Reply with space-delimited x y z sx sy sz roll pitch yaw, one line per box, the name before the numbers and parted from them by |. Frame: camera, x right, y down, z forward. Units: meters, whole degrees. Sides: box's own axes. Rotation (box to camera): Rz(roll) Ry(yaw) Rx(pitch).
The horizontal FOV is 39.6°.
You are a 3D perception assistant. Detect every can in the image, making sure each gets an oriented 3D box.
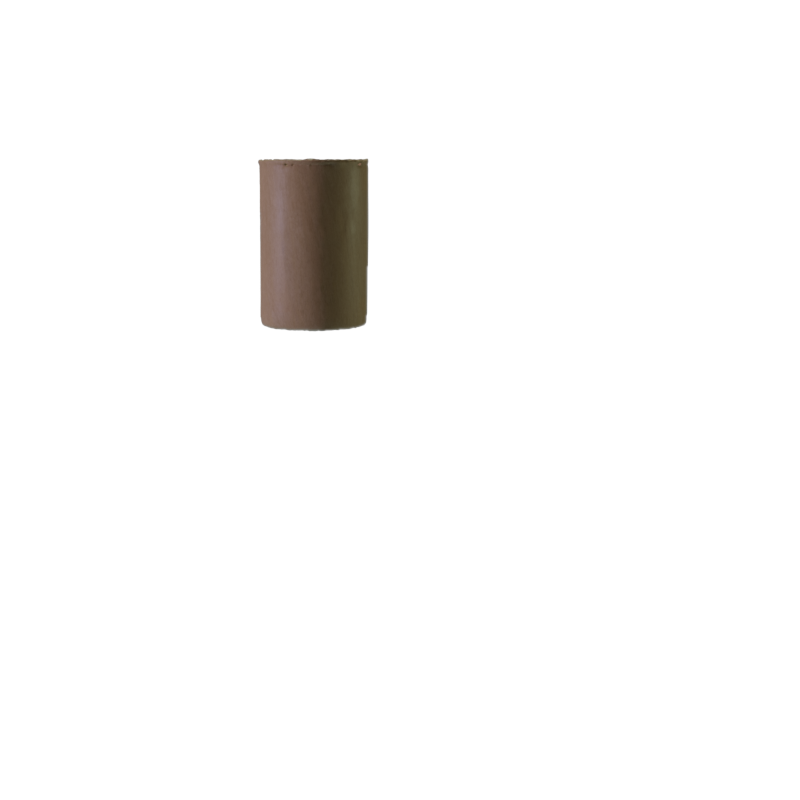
can | -0.054 -0.098 0.684 0.068 0.101 0.070 0 6 -2
